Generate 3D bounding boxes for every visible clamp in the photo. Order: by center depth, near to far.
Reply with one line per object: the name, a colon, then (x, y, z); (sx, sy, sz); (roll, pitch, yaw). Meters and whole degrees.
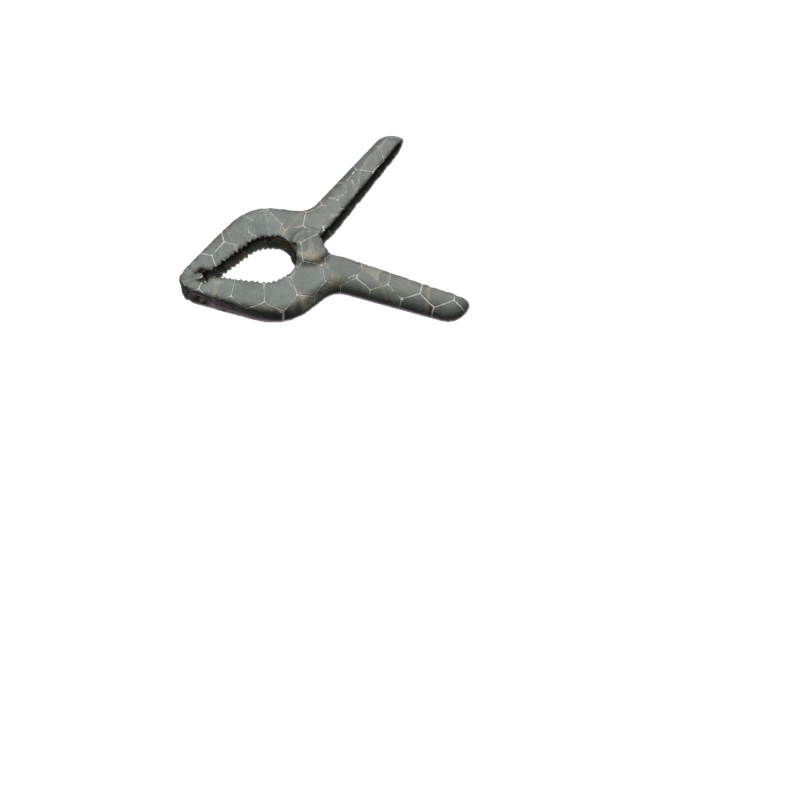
clamp: (-0.067, -0.122, 0.852); (0.209, 0.175, 0.034); (-10, -27, -5)
